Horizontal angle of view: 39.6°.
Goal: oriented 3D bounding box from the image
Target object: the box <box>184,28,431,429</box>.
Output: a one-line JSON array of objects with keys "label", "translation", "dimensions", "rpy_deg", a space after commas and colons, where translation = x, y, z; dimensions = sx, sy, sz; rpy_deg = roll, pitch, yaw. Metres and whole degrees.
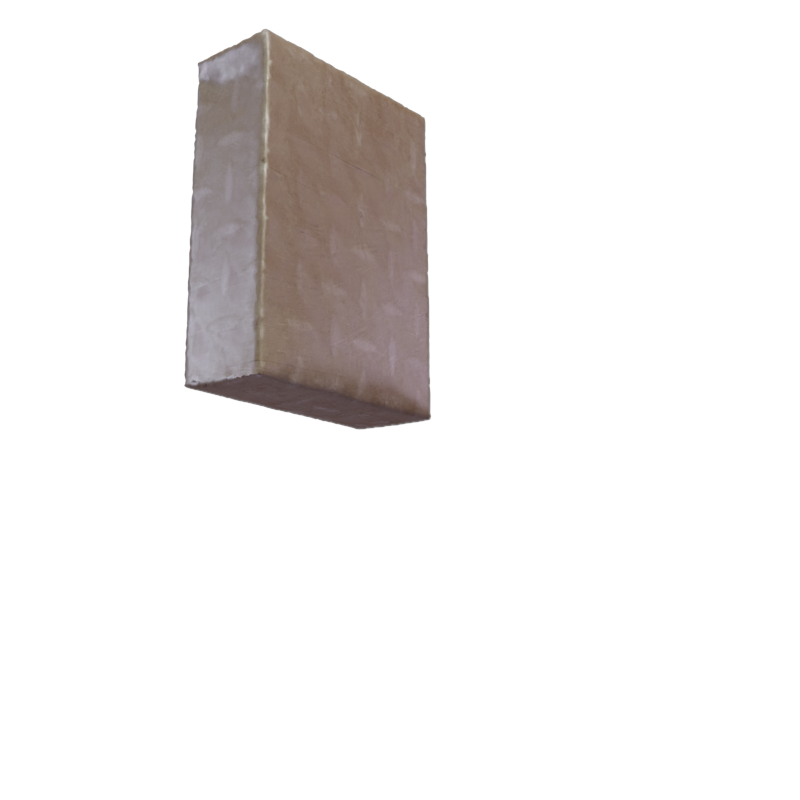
[{"label": "box", "translation": [-0.055, -0.100, 0.700], "dimensions": [0.073, 0.223, 0.154], "rpy_deg": [-15, -22, 37]}]
